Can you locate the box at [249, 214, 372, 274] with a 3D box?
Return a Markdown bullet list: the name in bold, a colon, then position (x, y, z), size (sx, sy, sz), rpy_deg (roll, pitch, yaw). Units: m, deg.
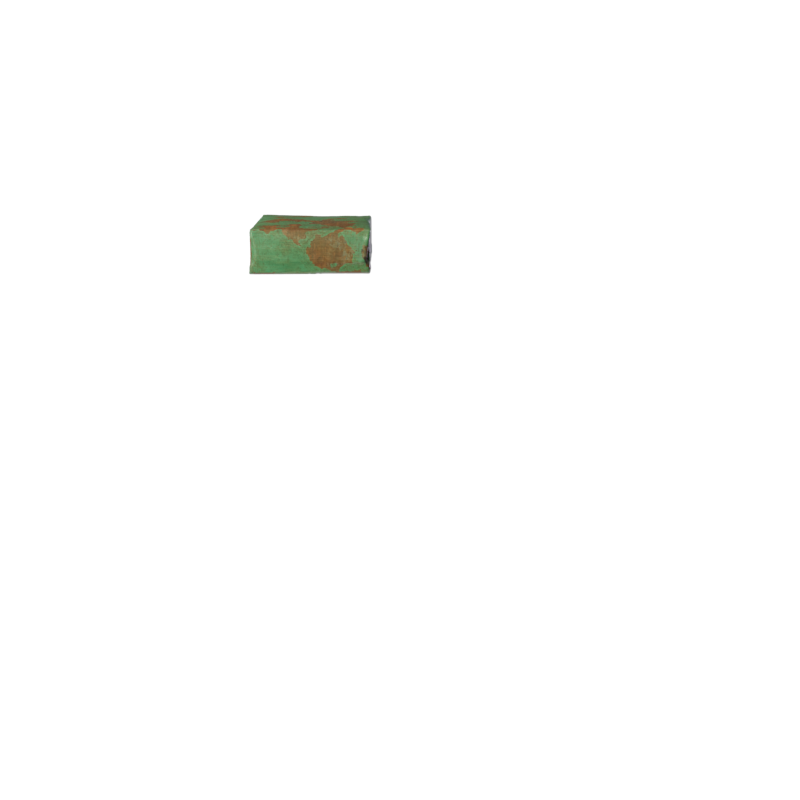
- **box**: position (-0.054, -0.099, 0.696), size (0.073, 0.029, 0.091), rpy_deg (0, 14, 1)
